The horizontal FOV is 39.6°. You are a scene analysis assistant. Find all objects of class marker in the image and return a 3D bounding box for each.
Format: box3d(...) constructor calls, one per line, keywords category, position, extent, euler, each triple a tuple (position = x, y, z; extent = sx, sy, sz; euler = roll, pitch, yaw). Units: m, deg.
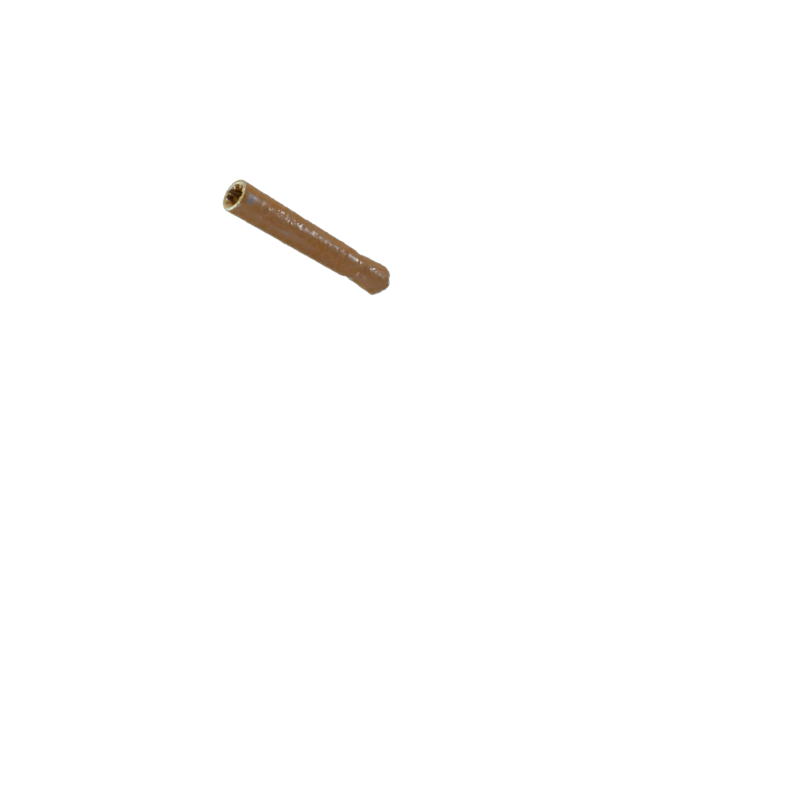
box3d(category="marker", position=(-0.049, -0.089, 0.625), extent=(0.113, 0.020, 0.021), euler=(27, -15, -38))
